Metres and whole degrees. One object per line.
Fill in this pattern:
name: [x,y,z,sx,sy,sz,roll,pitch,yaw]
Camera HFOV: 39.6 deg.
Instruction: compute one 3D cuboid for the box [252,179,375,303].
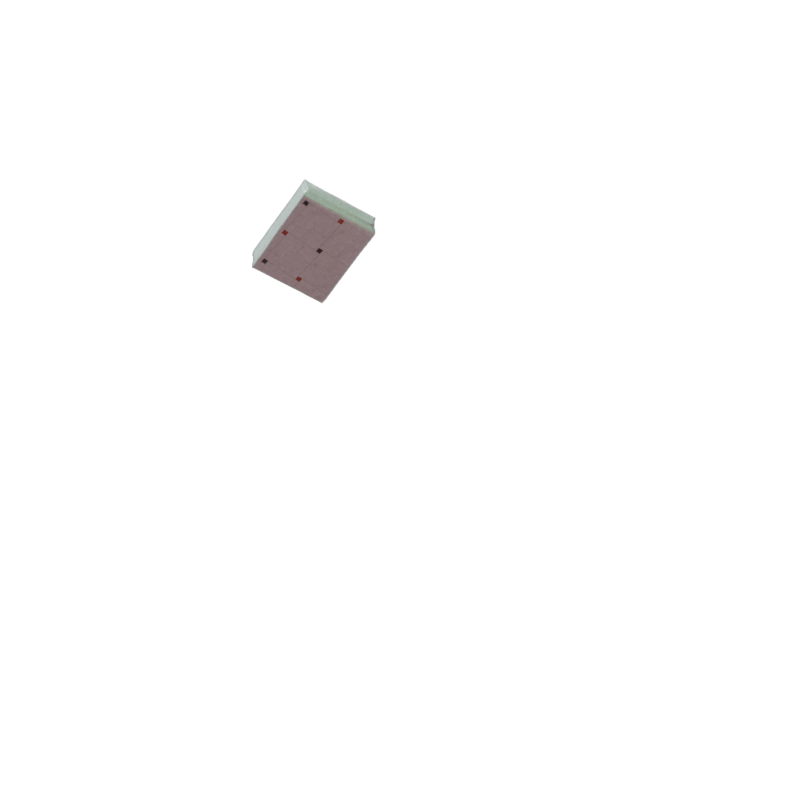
box: [-0.074,-0.136,0.953,0.070,0.087,0.032,28,30,-19]
